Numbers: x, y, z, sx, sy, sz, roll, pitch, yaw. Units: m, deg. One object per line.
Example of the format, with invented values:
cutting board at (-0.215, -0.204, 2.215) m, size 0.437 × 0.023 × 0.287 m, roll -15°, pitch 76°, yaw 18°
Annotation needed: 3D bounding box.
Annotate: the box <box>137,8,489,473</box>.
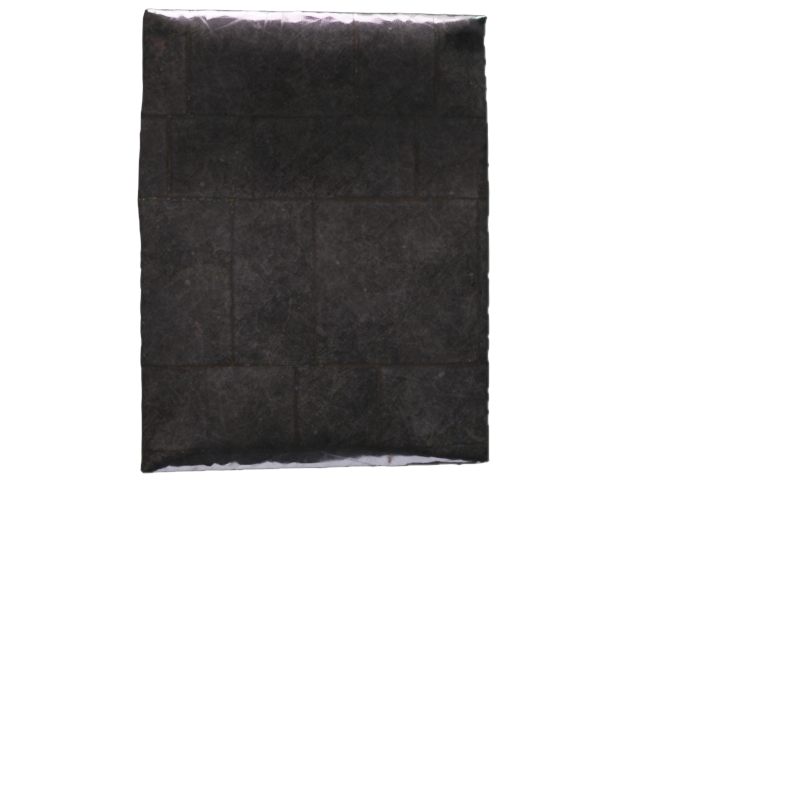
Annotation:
box at (-0.042, -0.076, 0.534) m, size 0.163 × 0.214 × 0.072 m, roll 0°, pitch 0°, yaw -5°
